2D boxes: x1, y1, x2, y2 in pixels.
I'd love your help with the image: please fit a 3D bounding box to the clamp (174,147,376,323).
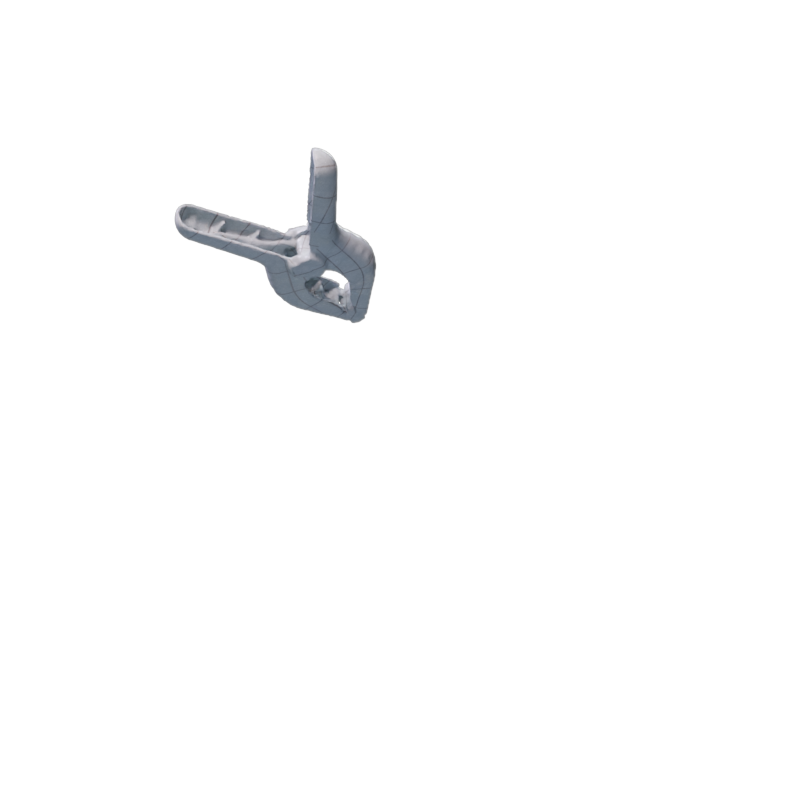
[{"bbox_3d":[-0.061,-0.112,0.781,0.121,0.042,0.159,-20,-34,31],"label":"clamp"}]
